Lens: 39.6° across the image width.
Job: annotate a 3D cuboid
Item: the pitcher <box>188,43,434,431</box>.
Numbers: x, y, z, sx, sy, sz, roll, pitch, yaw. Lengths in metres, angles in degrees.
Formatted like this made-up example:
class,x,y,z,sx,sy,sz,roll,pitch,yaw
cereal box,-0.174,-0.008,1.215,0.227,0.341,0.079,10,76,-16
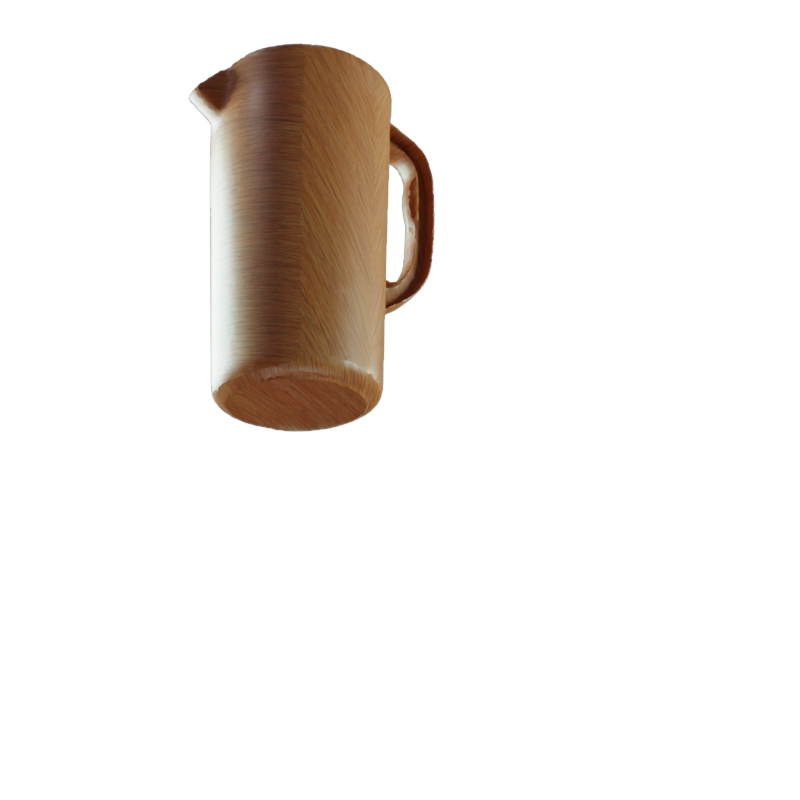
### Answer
class,x,y,z,sx,sy,sz,roll,pitch,yaw
pitcher,-0.059,-0.107,0.752,0.151,0.258,0.135,-8,-28,13
